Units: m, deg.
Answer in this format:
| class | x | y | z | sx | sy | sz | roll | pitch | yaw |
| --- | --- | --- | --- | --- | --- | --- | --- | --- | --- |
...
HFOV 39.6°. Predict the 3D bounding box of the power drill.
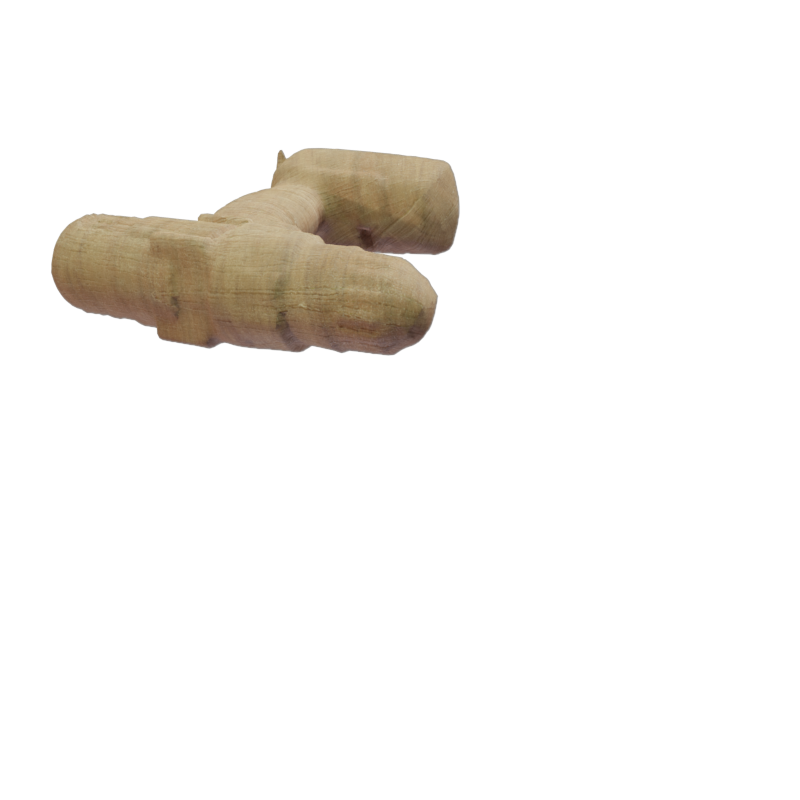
| class | x | y | z | sx | sy | sz | roll | pitch | yaw |
| --- | --- | --- | --- | --- | --- | --- | --- | --- | --- |
| power drill | -0.041 | -0.075 | 0.528 | 0.192 | 0.055 | 0.188 | 11 | 24 | 26 |
